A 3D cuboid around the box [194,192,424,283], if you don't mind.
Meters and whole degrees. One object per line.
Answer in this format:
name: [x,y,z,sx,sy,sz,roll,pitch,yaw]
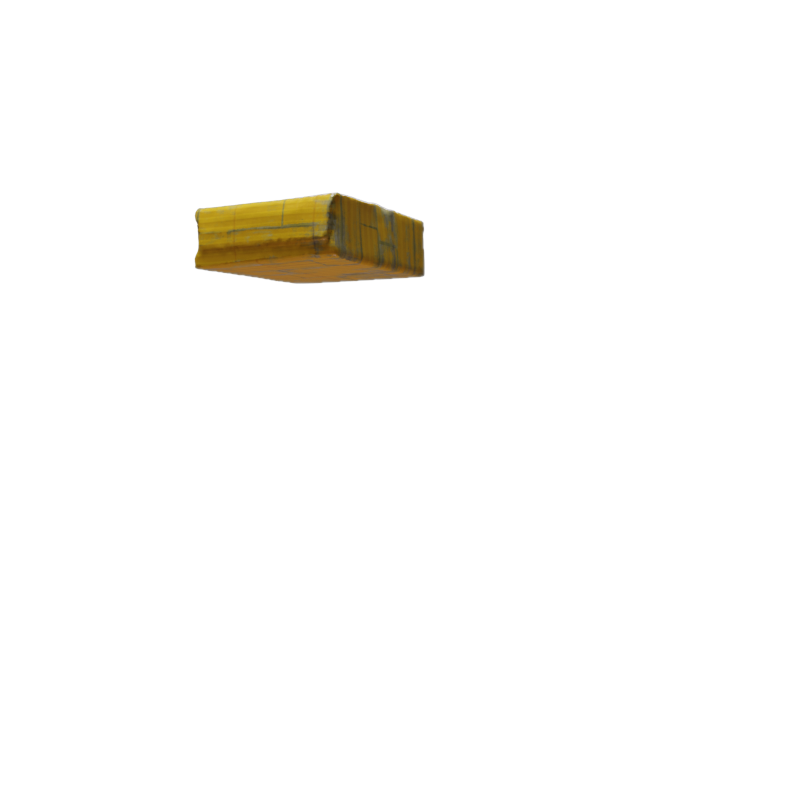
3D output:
box: [-0.040,-0.073,0.511,0.075,0.031,0.085,-1,-2,29]
